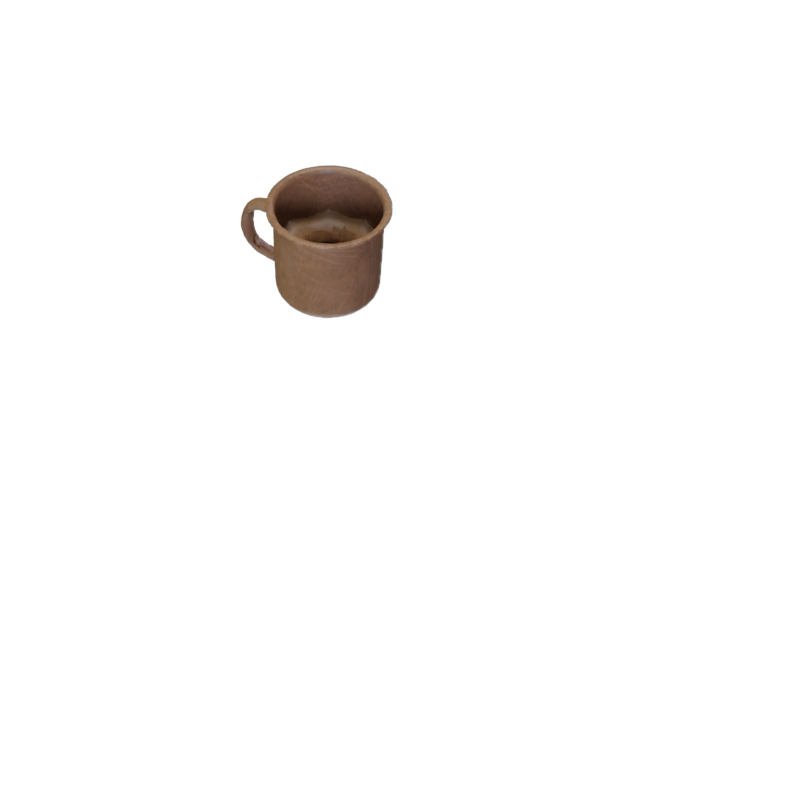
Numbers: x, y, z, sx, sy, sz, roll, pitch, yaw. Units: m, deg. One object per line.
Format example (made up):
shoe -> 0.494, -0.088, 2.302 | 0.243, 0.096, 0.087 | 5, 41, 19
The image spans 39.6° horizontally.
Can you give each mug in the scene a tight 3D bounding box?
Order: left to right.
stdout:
mug -> -0.065, -0.119, 0.836 | 0.120, 0.076, 0.098 | 14, 48, 11
